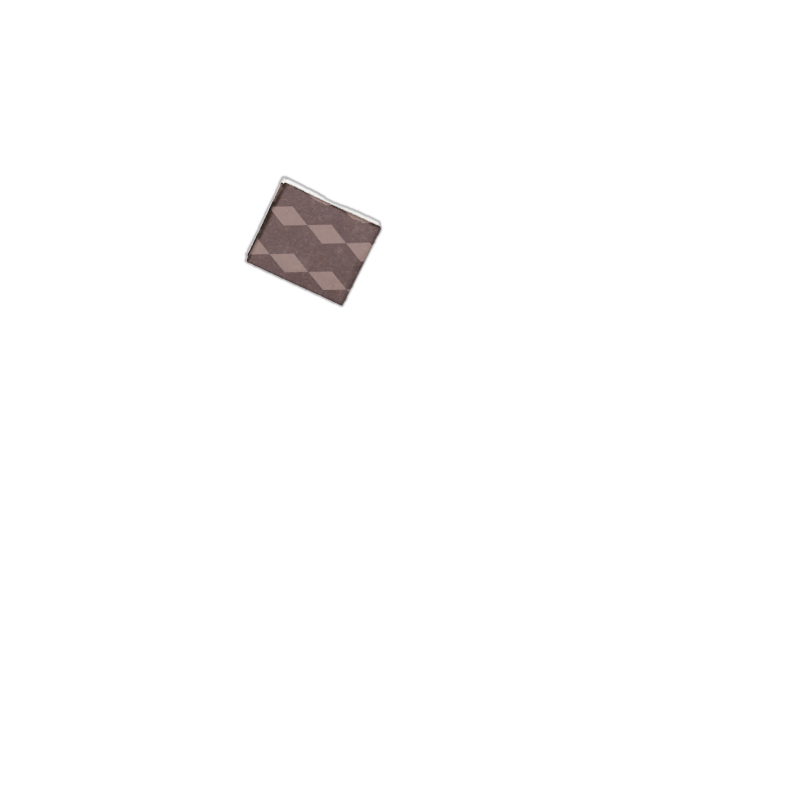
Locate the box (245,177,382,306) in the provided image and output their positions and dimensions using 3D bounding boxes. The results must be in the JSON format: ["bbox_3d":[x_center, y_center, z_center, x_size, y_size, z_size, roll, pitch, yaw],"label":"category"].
[{"bbox_3d":[-0.070,-0.128,0.895,0.088,0.072,0.031,25,11,-5],"label":"box"}]
